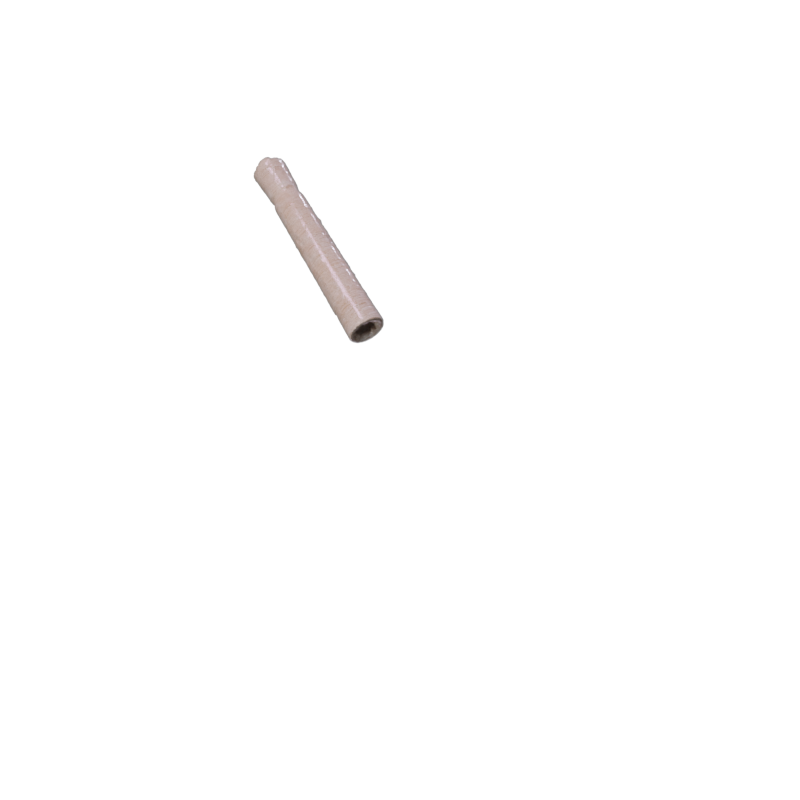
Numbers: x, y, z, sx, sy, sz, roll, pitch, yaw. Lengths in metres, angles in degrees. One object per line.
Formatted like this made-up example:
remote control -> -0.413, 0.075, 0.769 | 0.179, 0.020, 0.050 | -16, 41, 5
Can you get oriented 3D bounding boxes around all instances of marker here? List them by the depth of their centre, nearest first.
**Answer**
marker -> -0.044, -0.081, 0.564 | 0.020, 0.130, 0.018 | -21, -33, -16
